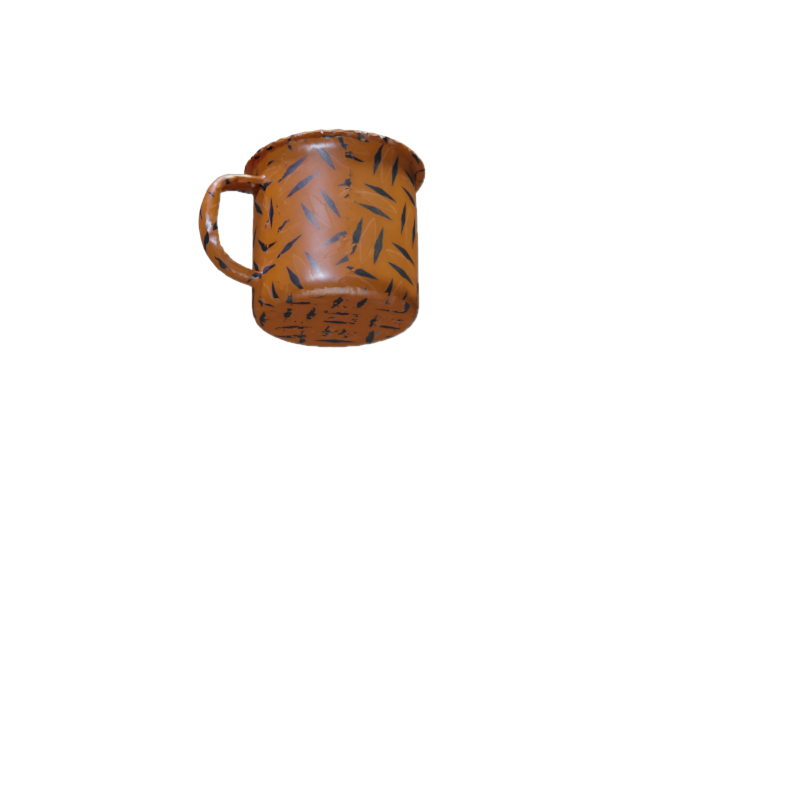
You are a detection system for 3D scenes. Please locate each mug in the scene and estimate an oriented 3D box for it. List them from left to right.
[{"bbox_3d":[-0.043,-0.078,0.546,0.112,0.086,0.092,10,-23,-27],"label":"mug"}]
